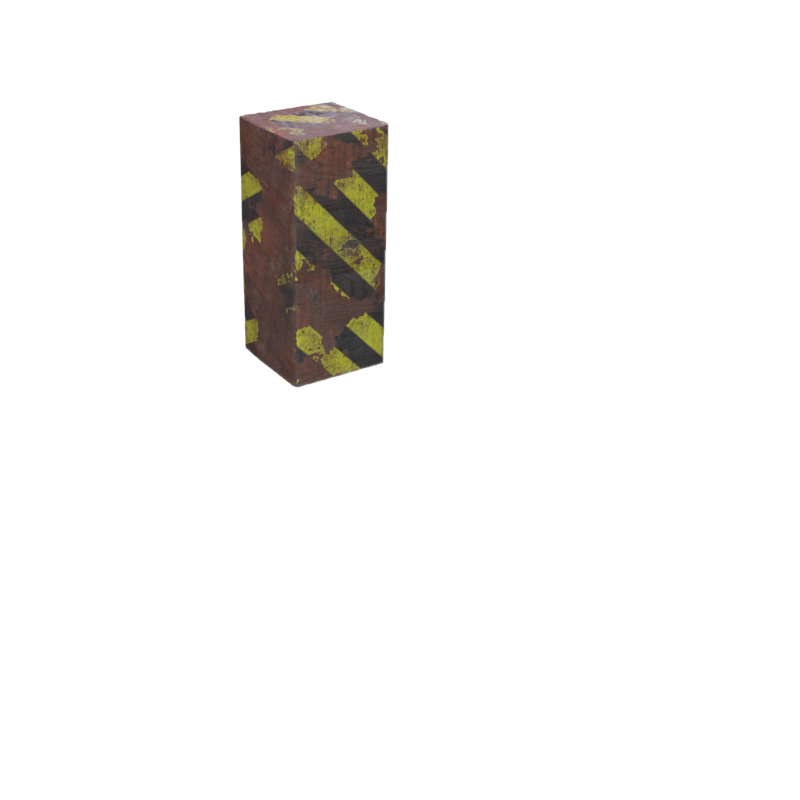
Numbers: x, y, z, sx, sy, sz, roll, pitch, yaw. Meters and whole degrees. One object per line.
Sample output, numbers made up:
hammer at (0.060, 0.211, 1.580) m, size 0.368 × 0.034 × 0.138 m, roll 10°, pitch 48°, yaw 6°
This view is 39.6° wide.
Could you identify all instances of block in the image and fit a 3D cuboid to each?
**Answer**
block at (-0.071, -0.129, 0.906) m, size 0.089 × 0.196 × 0.096 m, roll -13°, pitch 27°, yaw -31°
